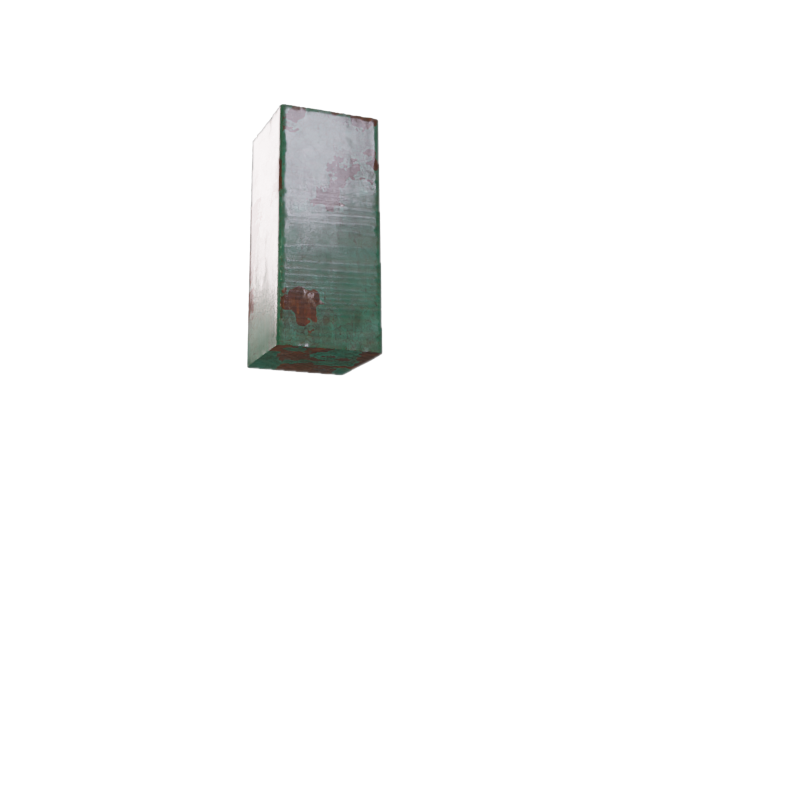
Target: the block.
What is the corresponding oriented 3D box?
[{"bbox_3d":[-0.074,-0.134,0.939,0.088,0.215,0.089,6,-19,-21],"label":"block"}]
